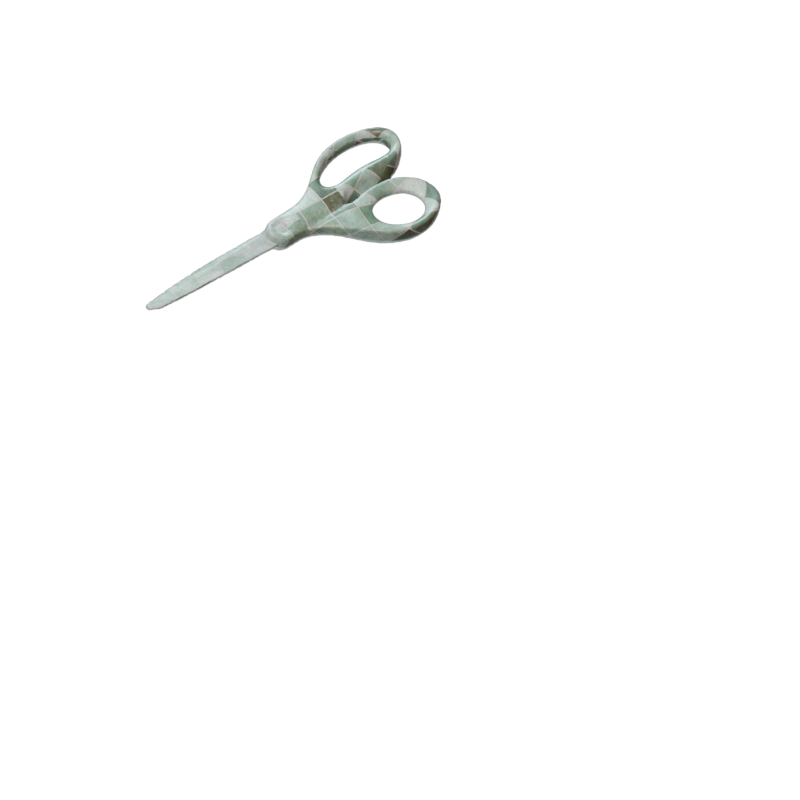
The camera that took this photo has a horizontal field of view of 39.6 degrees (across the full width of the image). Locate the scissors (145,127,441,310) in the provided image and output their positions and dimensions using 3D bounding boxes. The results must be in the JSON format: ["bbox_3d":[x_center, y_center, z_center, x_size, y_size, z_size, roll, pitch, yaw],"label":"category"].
[{"bbox_3d":[-0.054,-0.098,0.686,0.101,0.206,0.015,31,-28,19],"label":"scissors"}]
